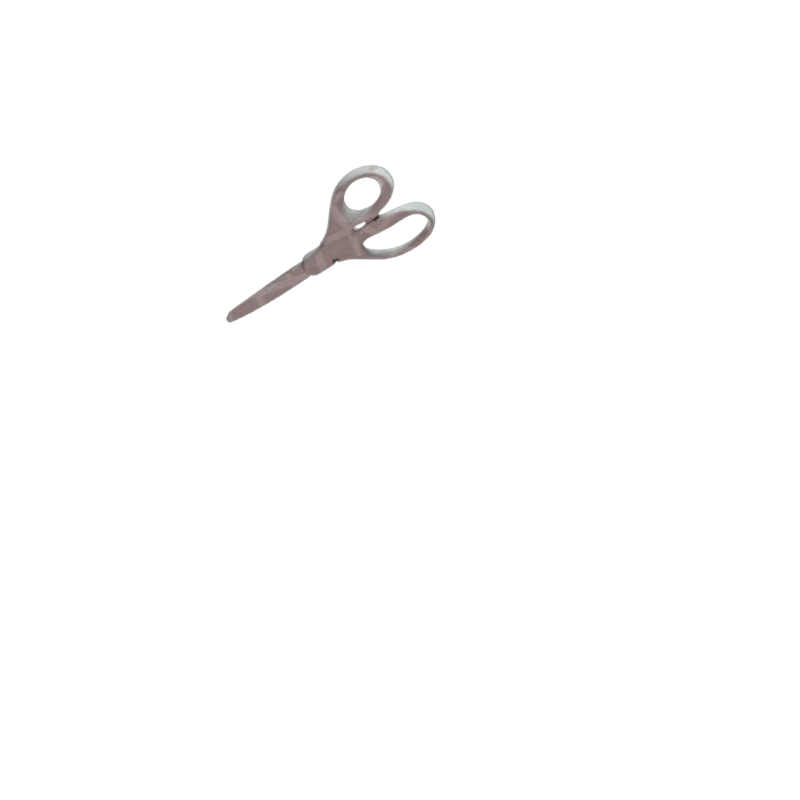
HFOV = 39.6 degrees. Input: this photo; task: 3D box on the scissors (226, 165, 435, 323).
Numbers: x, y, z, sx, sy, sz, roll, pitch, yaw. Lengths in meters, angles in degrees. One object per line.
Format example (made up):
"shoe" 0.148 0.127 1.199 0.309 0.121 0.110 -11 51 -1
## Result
"scissors" -0.072 -0.131 0.917 0.203 0.089 0.017 -18 33 12
